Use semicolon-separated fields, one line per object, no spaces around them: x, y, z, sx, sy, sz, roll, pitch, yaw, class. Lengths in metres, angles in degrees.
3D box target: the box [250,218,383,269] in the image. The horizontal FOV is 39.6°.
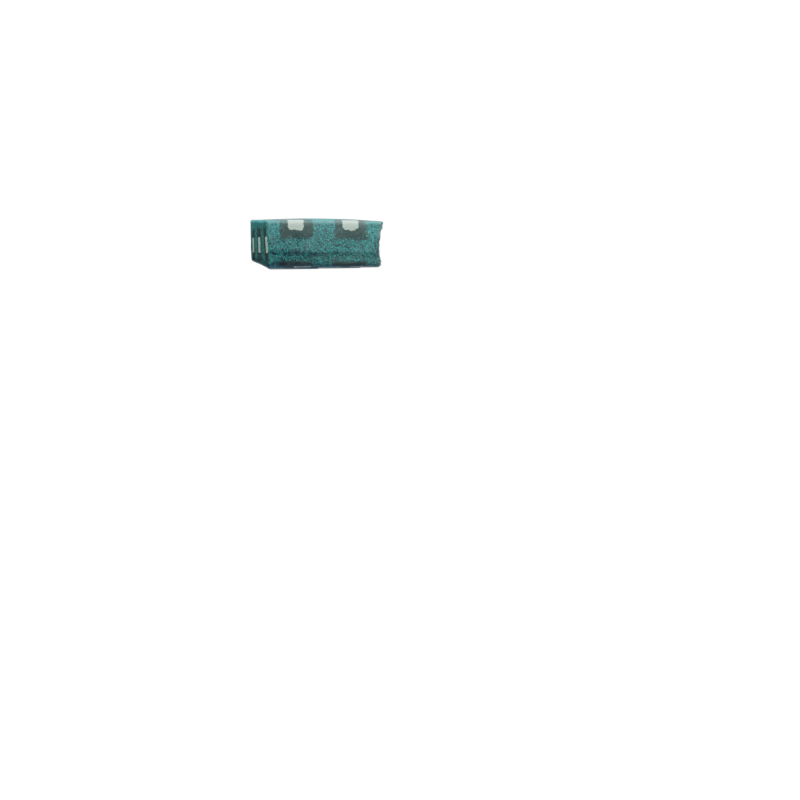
-0.068;-0.125;0.873;0.089;0.038;0.117;-2;11;-12;box
